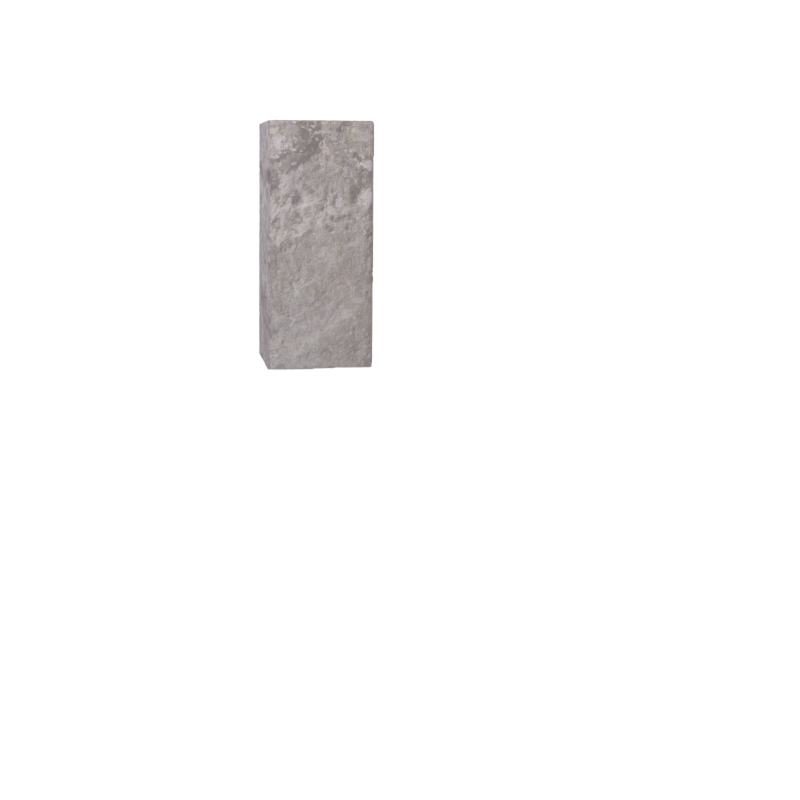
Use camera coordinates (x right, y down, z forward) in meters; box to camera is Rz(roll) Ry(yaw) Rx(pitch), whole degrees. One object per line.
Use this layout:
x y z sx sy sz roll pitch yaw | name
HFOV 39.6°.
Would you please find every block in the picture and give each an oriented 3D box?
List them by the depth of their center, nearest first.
-0.074 -0.136 0.956 0.089 0.204 0.093 -1 5 -11 | block
